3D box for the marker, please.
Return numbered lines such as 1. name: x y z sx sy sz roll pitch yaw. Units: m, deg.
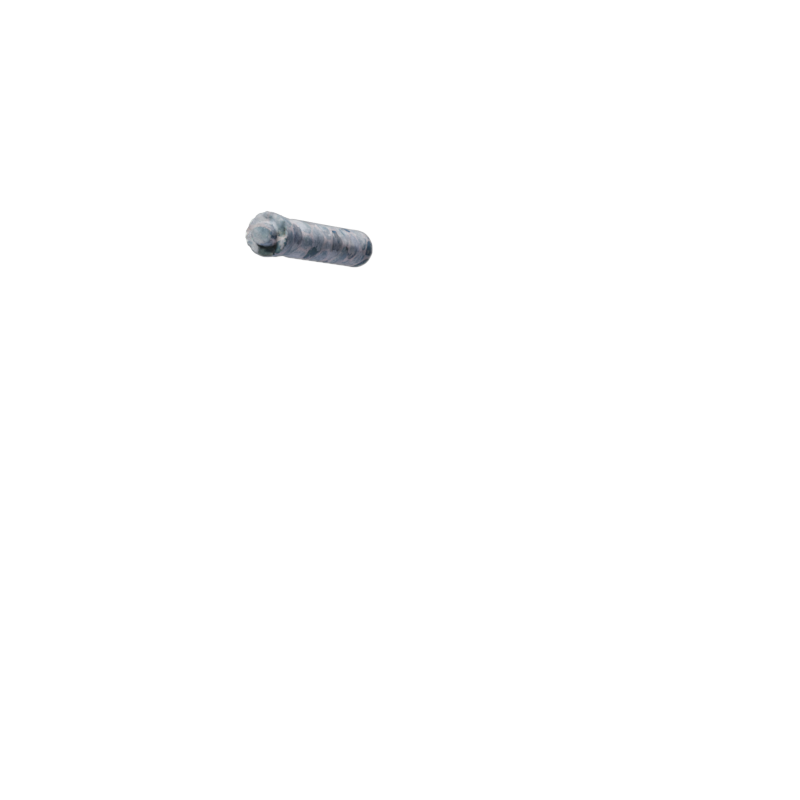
1. marker: -0.039 -0.072 0.502 0.020 0.020 0.118 1 5 17
